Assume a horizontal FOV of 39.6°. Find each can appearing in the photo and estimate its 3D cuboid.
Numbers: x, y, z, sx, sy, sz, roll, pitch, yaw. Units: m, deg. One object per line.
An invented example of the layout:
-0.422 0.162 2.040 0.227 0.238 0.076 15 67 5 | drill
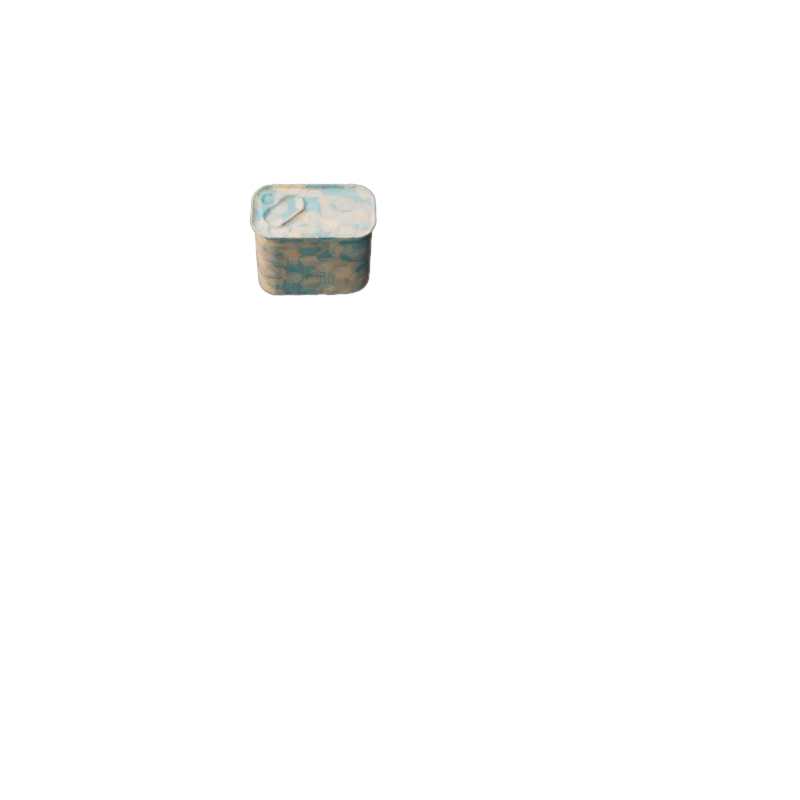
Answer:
-0.073 -0.132 0.927 0.102 0.061 0.078 0 -34 -2 | can
